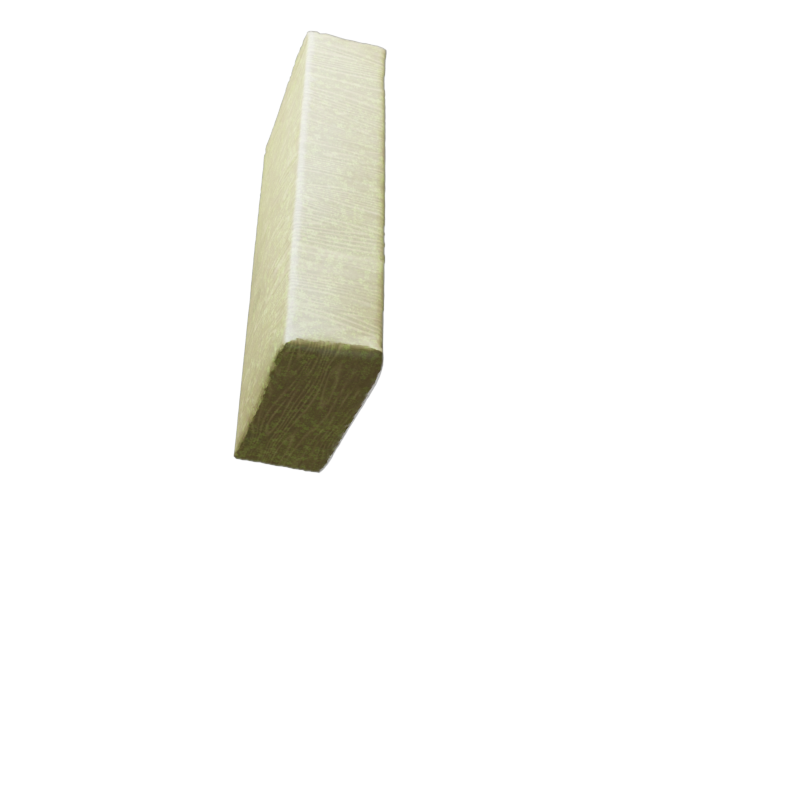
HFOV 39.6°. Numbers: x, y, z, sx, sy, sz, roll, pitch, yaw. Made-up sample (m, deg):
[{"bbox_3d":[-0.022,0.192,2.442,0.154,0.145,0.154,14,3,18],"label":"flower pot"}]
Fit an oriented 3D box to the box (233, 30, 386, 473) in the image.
[{"bbox_3d":[-0.039,-0.070,0.489,0.047,0.189,0.089,9,-38,-16],"label":"box"}]
